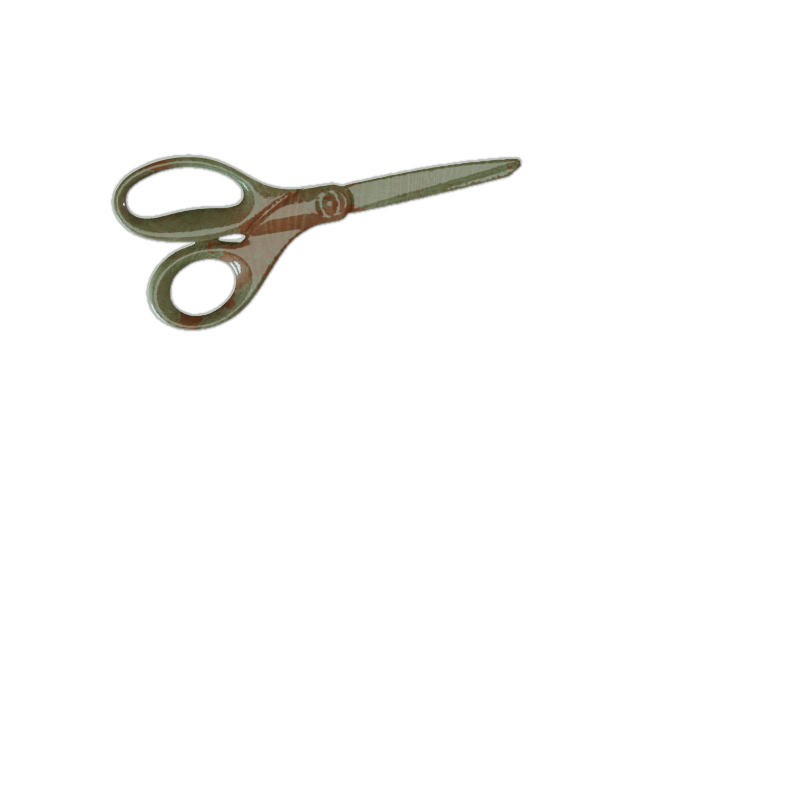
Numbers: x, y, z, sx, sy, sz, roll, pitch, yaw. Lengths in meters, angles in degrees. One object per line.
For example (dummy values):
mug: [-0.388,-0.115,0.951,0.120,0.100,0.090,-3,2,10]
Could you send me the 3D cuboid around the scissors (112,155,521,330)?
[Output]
scissors: [-0.043,-0.079,0.554,0.201,0.095,0.016,4,6,0]
